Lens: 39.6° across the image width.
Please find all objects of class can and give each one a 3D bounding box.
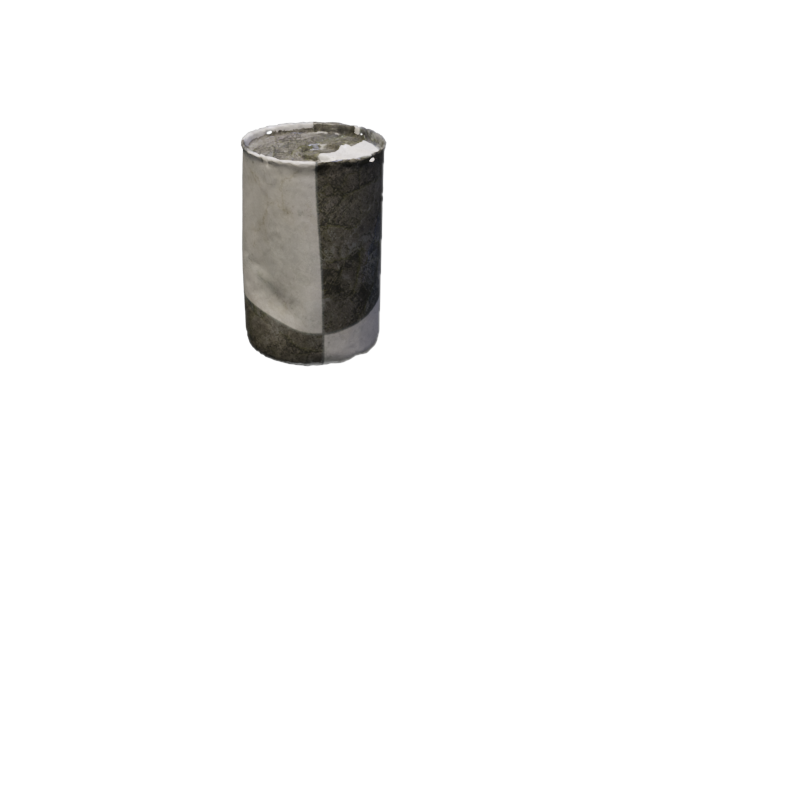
[{"bbox_3d":[-0.042,-0.076,0.535,0.068,0.097,0.072,0,24,-2],"label":"can"}]
